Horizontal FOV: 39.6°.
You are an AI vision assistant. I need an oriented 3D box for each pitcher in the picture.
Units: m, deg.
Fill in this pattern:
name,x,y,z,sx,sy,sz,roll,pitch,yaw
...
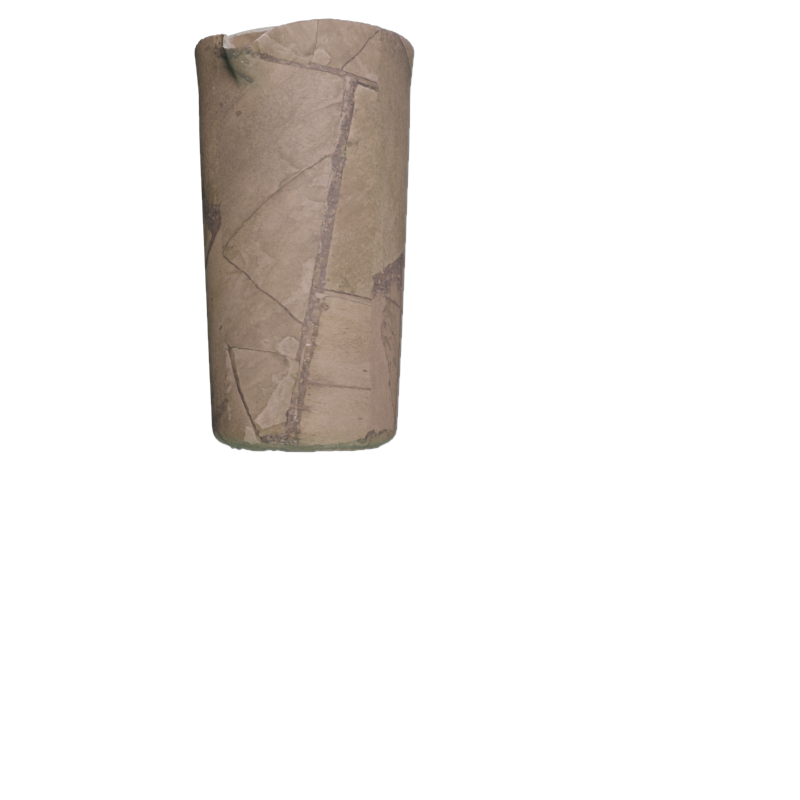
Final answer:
name,x,y,z,sx,sy,sz,roll,pitch,yaw
pitcher,-0.052,-0.095,0.668,0.145,0.247,0.147,2,-5,-23
